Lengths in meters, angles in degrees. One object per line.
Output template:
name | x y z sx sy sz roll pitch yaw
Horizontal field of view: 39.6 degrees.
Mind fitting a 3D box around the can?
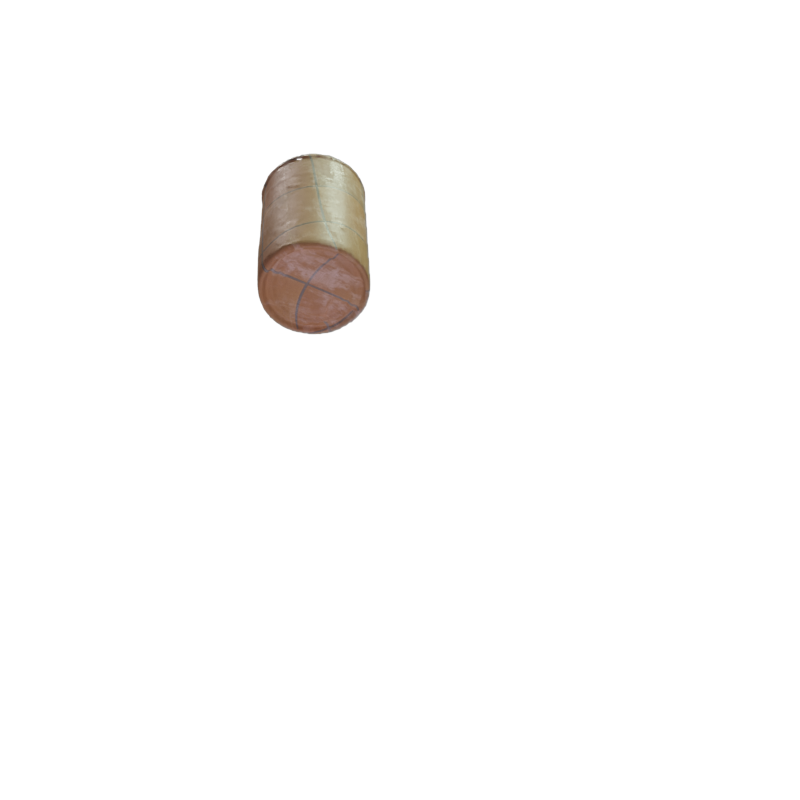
can | -0.054 -0.098 0.684 0.068 0.064 0.109 -1 39 -3
